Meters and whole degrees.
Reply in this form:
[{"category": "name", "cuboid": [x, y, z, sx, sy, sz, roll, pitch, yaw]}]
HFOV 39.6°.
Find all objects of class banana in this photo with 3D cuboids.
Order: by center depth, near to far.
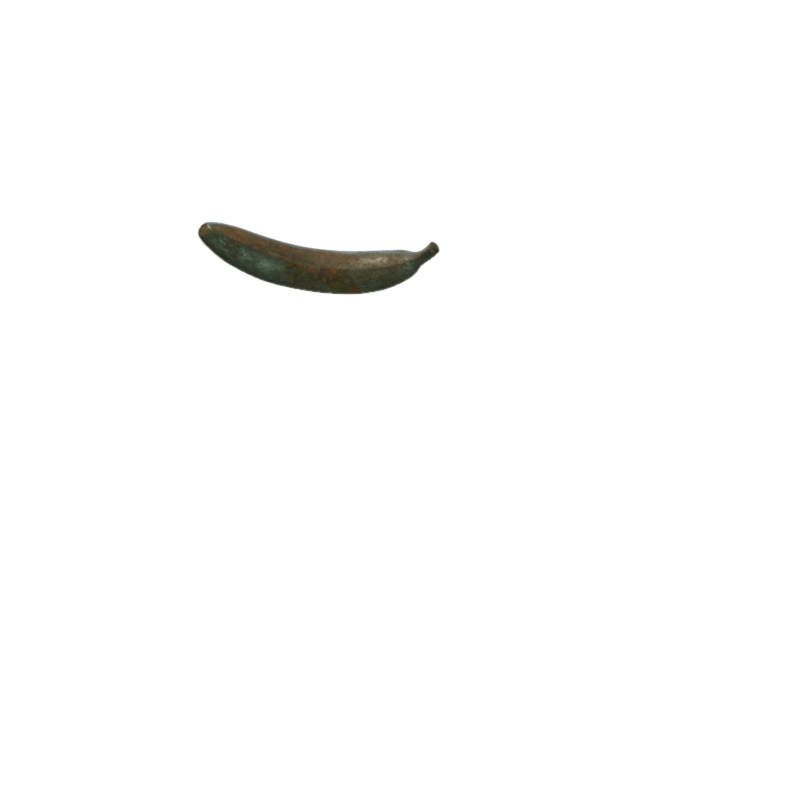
[{"category": "banana", "cuboid": [-0.071, -0.119, 0.931, 0.197, 0.039, 0.065, 3, -44, -3]}]
